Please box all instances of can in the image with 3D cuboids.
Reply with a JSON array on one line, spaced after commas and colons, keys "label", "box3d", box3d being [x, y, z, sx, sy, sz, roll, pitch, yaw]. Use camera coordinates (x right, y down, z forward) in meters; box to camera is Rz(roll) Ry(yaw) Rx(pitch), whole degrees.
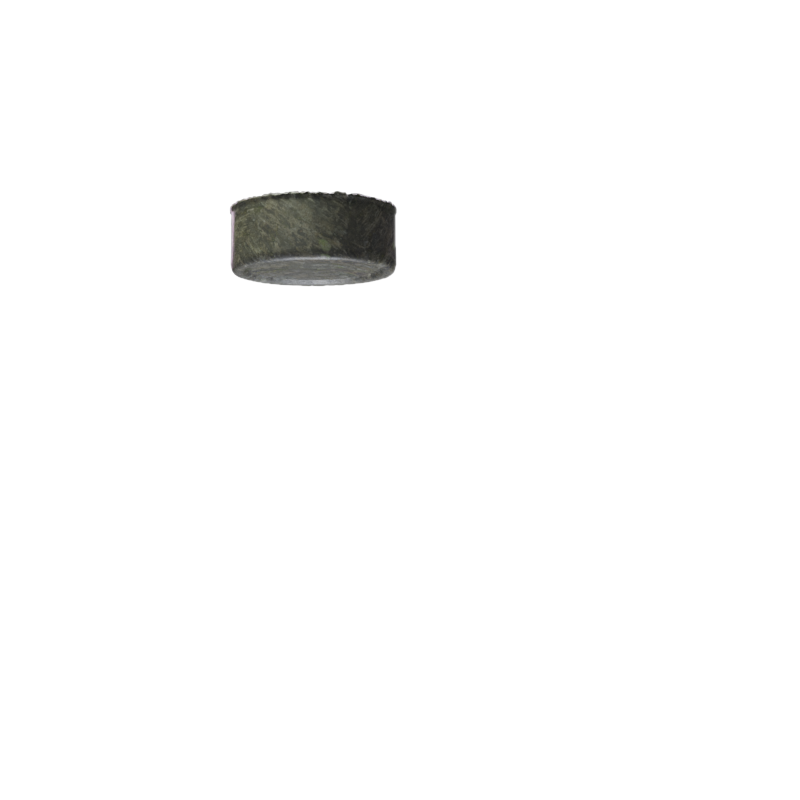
[{"label": "can", "box3d": [-0.044, -0.081, 0.567, 0.086, 0.034, 0.084, 0, -4, -2]}]
